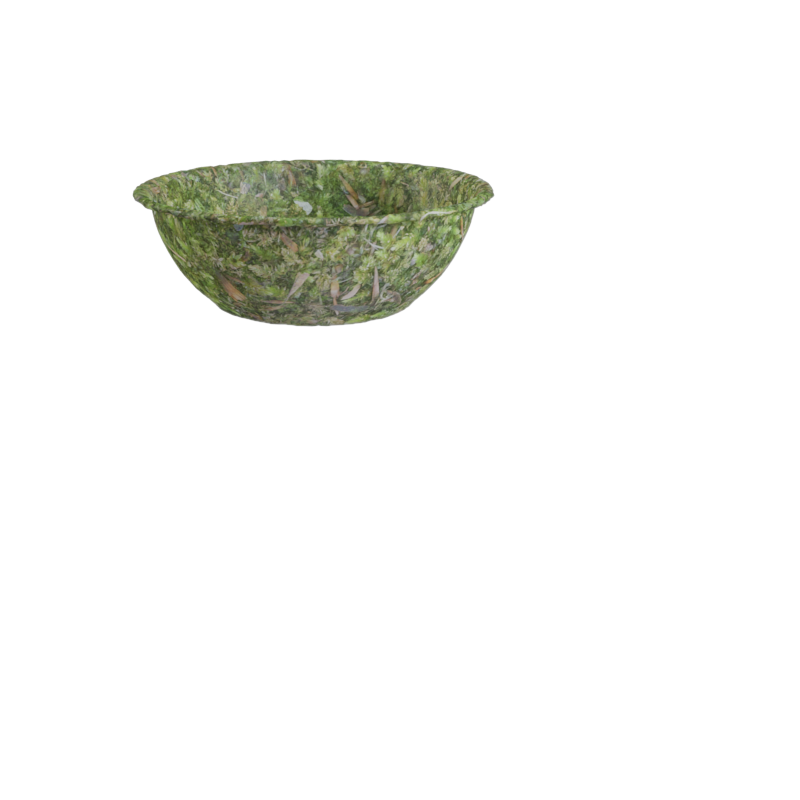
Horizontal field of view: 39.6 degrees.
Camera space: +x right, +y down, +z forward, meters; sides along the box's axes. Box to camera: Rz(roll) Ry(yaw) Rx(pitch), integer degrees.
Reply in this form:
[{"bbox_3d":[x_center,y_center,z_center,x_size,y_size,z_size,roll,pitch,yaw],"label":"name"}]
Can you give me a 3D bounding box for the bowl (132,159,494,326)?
[{"bbox_3d":[-0.040,-0.072,0.507,0.162,0.053,0.168,-1,19,-2],"label":"bowl"}]
